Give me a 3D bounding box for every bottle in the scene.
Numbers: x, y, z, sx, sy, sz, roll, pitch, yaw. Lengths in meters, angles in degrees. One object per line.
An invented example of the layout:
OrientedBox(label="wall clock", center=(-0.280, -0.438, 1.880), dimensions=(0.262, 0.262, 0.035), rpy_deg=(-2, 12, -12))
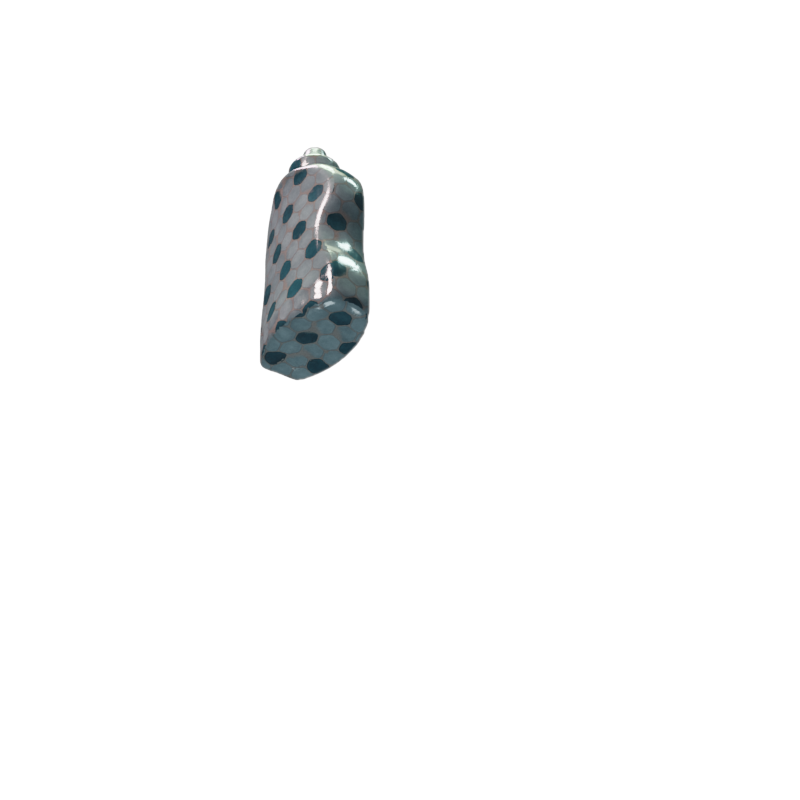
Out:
OrientedBox(label="bottle", center=(-0.063, -0.116, 0.813), dimensions=(0.056, 0.206, 0.094), rpy_deg=(21, -45, -27))
